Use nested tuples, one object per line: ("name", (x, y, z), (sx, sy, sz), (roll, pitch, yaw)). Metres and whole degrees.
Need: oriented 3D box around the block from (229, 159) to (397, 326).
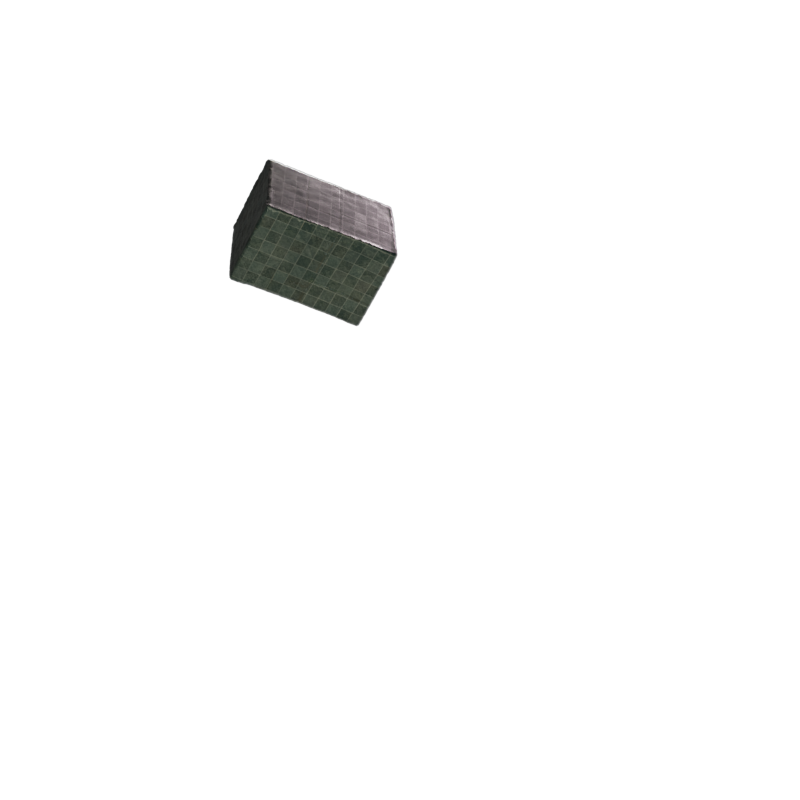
("block", (-0.047, -0.086, 0.604), (0.076, 0.051, 0.055), (21, 33, -16))
